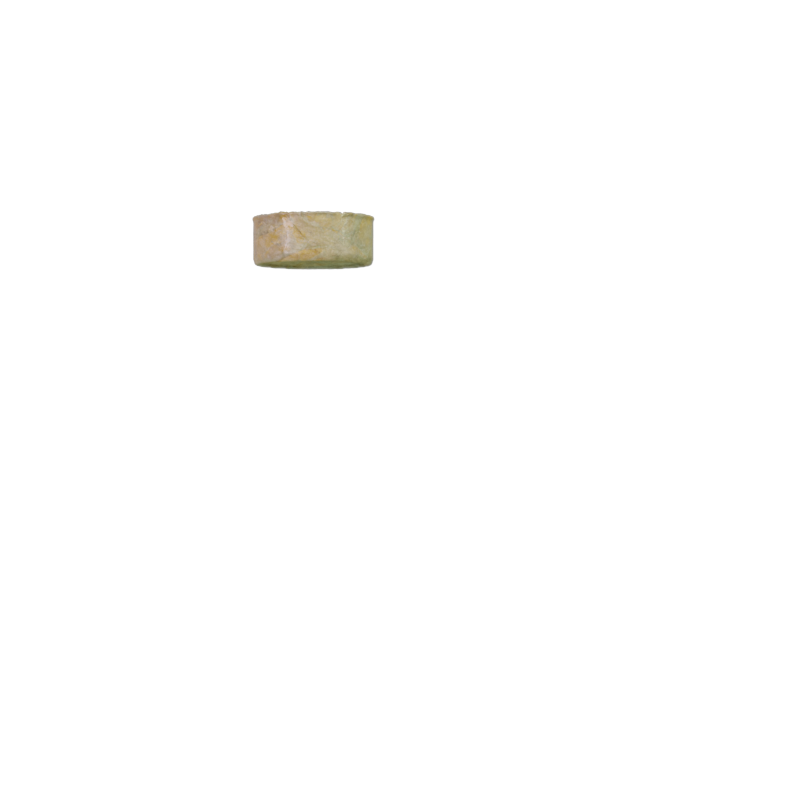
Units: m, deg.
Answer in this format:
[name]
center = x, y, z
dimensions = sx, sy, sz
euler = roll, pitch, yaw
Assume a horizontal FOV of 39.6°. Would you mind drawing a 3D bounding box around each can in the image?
[can]
center = -0.061, -0.111, 0.778
dimensions = 0.086, 0.034, 0.086
euler = 0, 1, -2
